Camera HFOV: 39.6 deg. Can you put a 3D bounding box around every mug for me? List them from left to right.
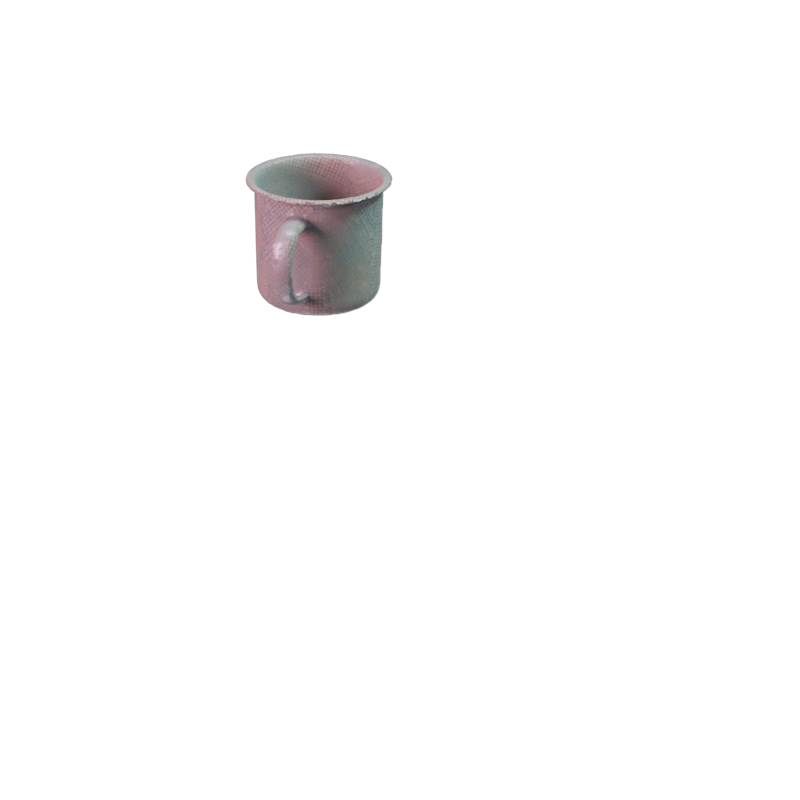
[{"bbox_3d":[-0.055,-0.101,0.707,0.095,0.077,0.121,7,29,12],"label":"mug"}]
